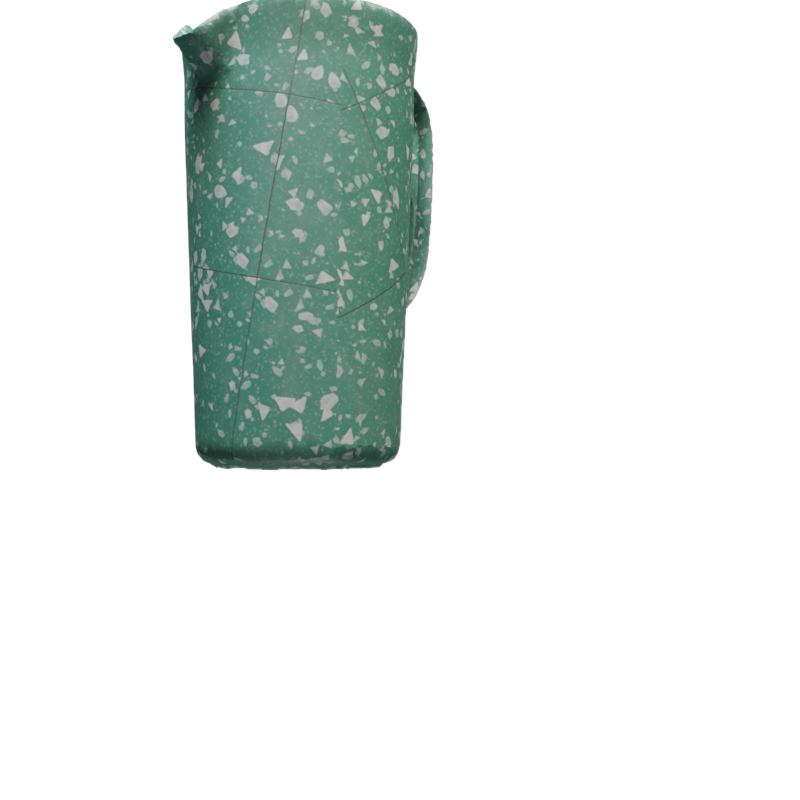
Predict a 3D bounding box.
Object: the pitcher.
[{"bbox_3d":[-0.048,-0.087,0.611,0.149,0.248,0.143,0,-7,-3],"label":"pitcher"}]
